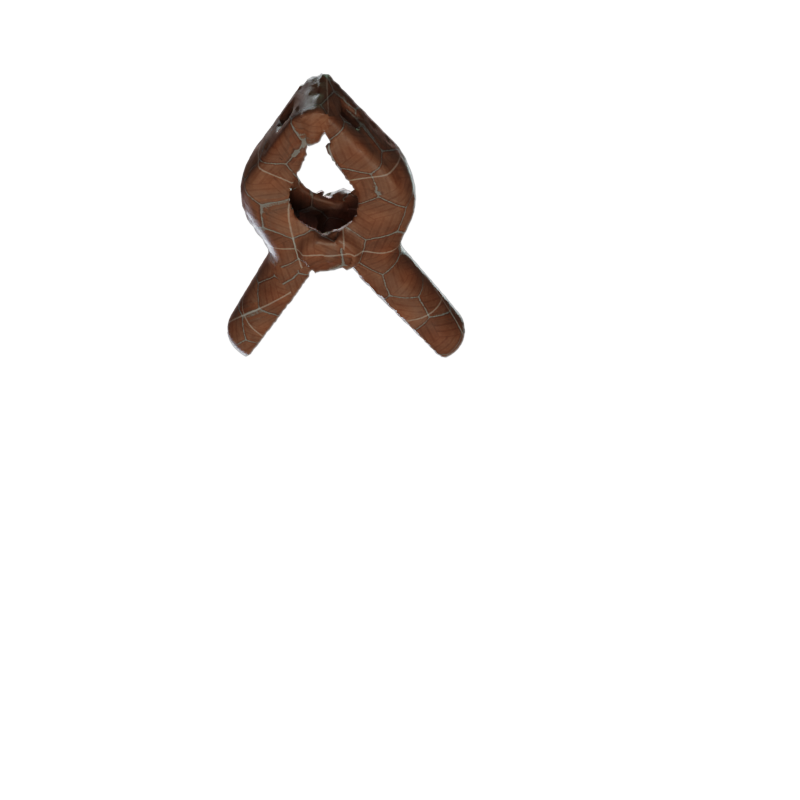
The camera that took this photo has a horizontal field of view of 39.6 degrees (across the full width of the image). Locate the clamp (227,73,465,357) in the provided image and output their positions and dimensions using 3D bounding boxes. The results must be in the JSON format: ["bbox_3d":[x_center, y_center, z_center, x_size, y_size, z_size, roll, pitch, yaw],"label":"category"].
[{"bbox_3d":[-0.041,-0.075,0.524,0.121,0.042,0.158,-9,-46,9],"label":"clamp"}]
